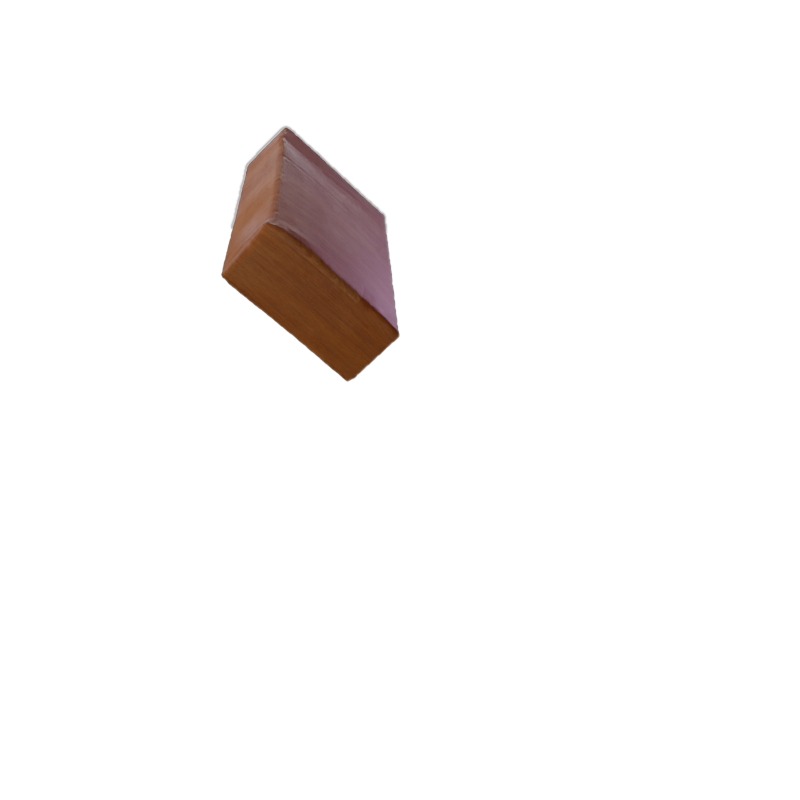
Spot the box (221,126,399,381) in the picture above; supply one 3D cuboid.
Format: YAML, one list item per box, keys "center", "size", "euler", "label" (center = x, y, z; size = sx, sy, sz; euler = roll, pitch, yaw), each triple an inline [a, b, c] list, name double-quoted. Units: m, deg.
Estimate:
- center: [-0.050, -0.091, 0.642]
  size: [0.090, 0.047, 0.186]
  euler: [40, 17, -19]
  label: "box"
